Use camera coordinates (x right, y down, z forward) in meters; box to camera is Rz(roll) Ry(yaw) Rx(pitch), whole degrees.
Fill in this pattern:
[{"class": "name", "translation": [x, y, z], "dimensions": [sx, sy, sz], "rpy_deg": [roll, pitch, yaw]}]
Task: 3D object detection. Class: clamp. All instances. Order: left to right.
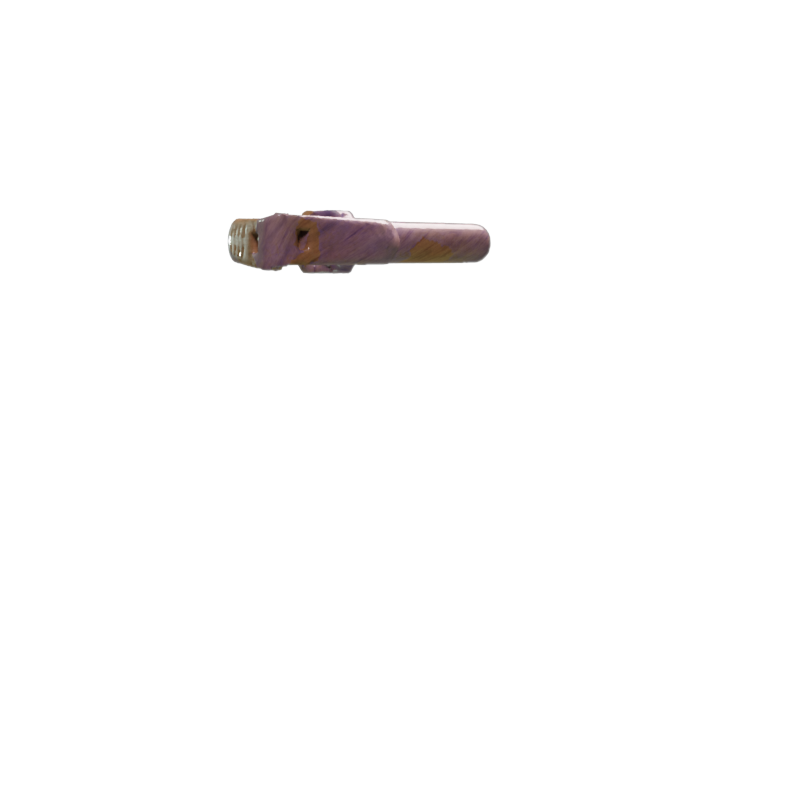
[{"class": "clamp", "translation": [-0.051, -0.092, 0.647], "dimensions": [0.169, 0.036, 0.206], "rpy_deg": [3, 9, 20]}]
